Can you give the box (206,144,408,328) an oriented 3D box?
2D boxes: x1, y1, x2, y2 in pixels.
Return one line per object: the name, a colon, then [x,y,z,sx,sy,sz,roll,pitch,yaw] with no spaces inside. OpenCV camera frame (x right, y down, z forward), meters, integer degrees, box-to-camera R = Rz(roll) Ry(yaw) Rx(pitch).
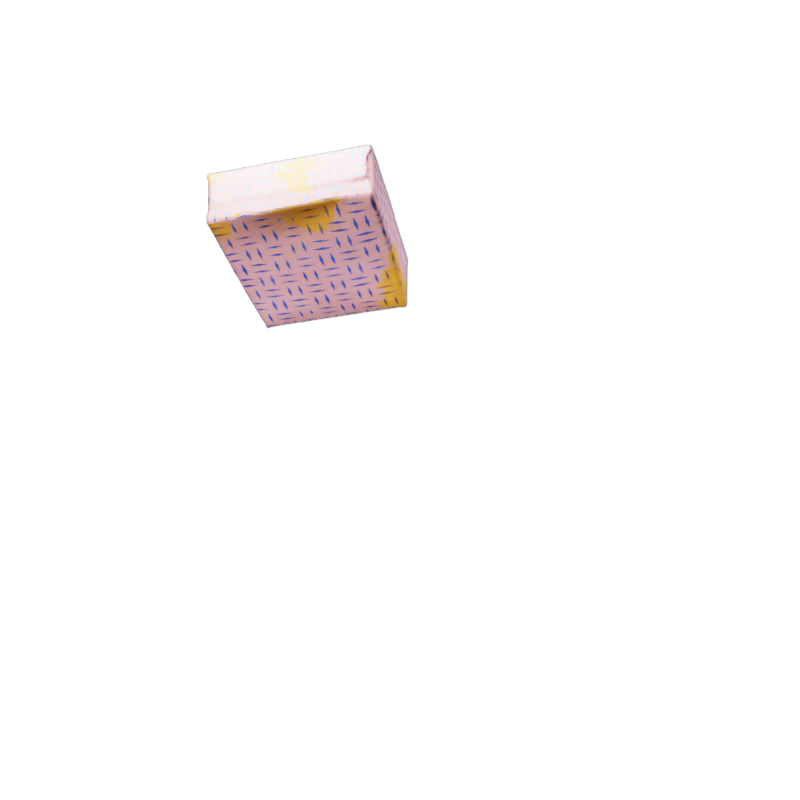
box: [-0.048,-0.087,0.612,0.091,0.042,0.105,-7,-33,10]
